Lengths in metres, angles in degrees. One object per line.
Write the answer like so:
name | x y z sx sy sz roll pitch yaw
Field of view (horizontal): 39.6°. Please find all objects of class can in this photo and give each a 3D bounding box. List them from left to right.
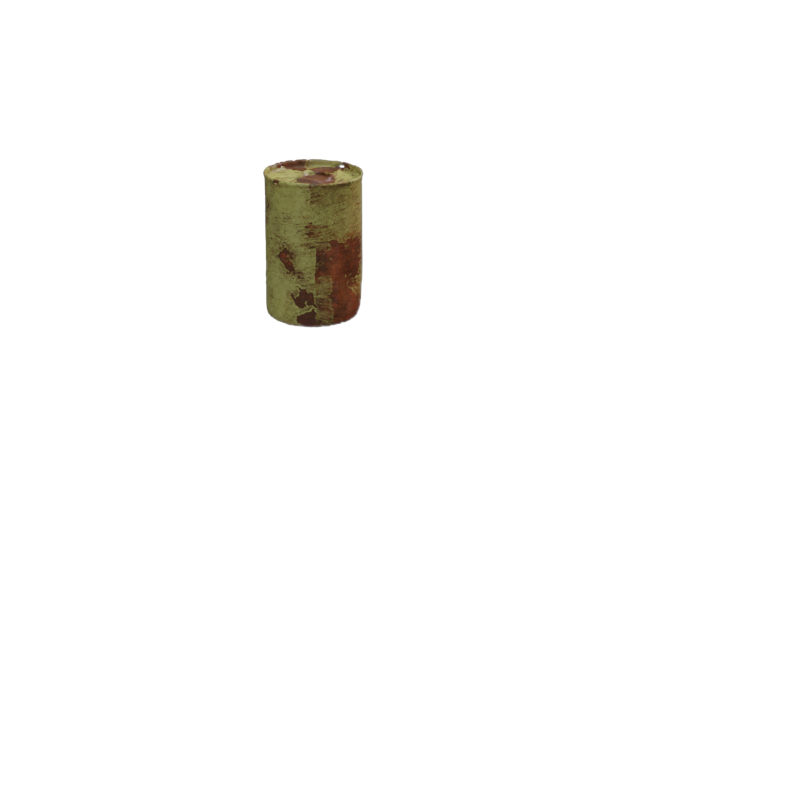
can | -0.060 -0.110 0.768 0.068 0.098 0.072 0 22 -2
